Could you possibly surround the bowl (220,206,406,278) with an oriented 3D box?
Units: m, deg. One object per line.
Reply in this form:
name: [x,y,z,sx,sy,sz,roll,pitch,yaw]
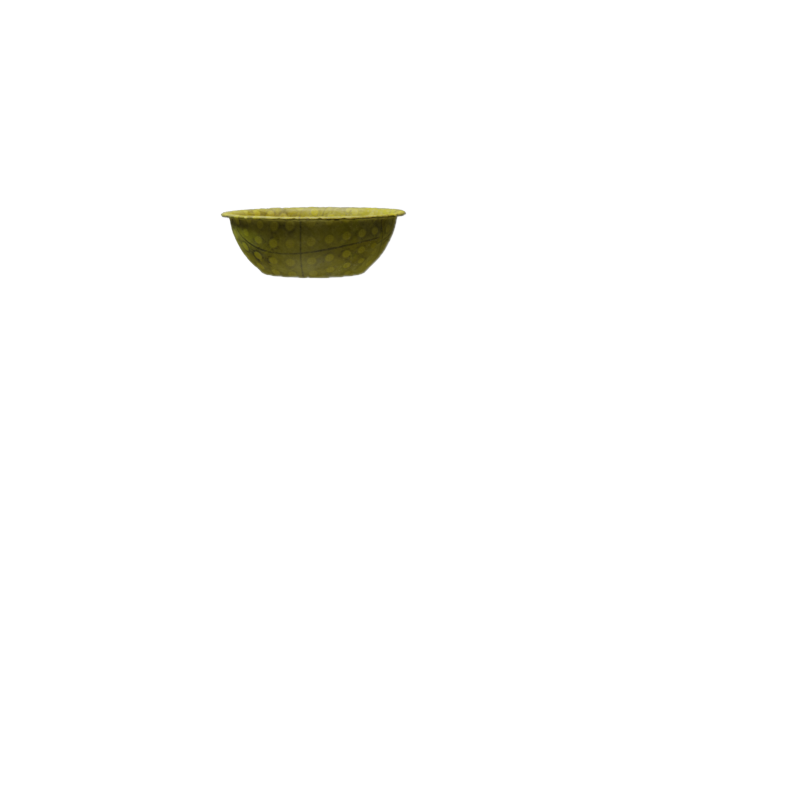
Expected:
bowl: [-0.076,-0.139,0.974,0.162,0.054,0.166,0,12,-2]
